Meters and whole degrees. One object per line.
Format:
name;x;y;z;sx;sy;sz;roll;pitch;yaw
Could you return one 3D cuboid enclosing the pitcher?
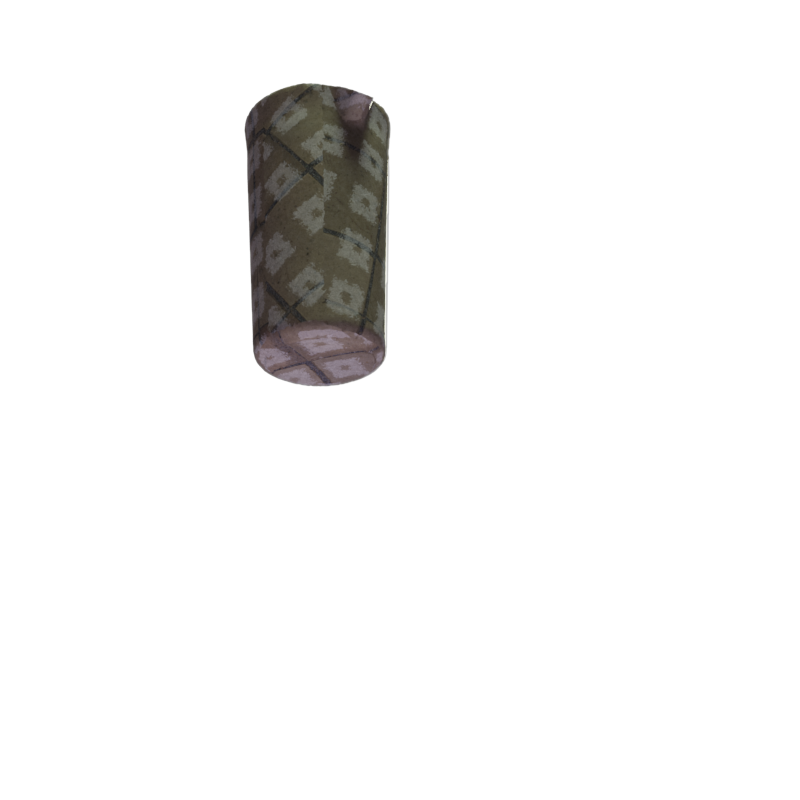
pitcher;-0.075;-0.137;0.957;0.146;0.259;0.138;-8;-30;10
